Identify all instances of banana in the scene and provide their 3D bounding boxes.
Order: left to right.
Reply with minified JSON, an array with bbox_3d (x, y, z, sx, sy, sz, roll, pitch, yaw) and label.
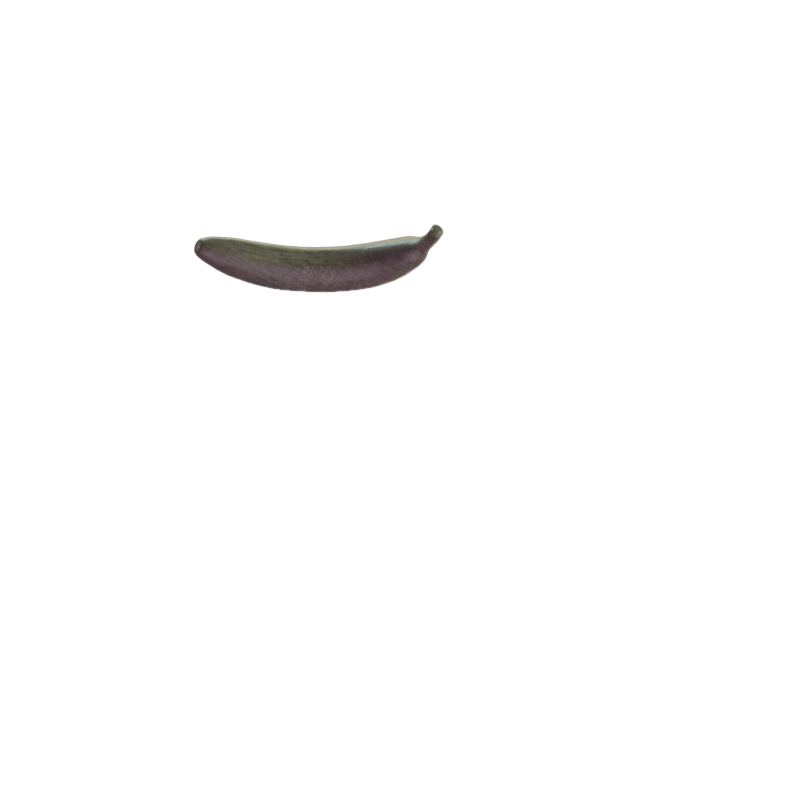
[{"bbox_3d":[-0.064,-0.115,0.898,0.199,0.039,0.064,-4,-42,4],"label":"banana"}]
